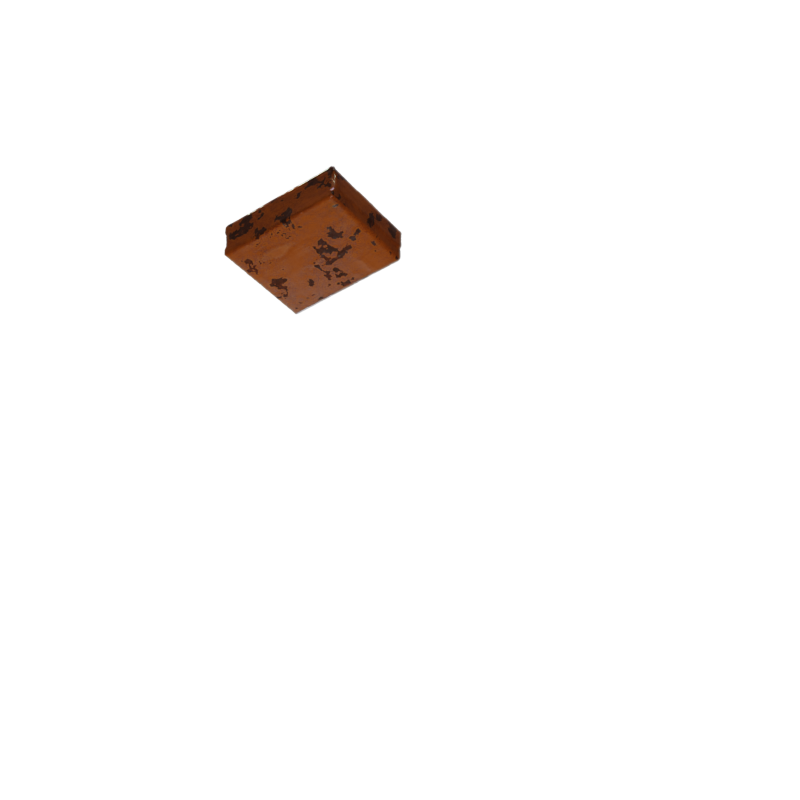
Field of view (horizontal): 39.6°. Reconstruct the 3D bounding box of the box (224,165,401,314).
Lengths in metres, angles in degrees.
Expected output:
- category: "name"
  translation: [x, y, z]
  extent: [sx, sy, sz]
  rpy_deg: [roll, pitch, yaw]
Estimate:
- category: "box"
  translation: [-0.055, -0.101, 0.705]
  extent: [0.089, 0.032, 0.068]
  rpy_deg: [-26, -46, 27]
